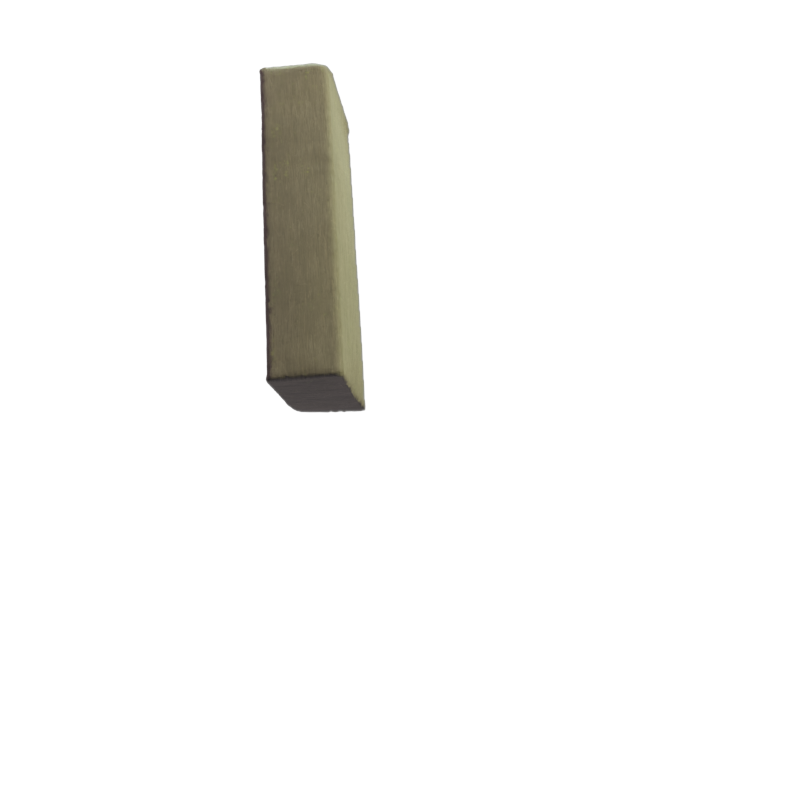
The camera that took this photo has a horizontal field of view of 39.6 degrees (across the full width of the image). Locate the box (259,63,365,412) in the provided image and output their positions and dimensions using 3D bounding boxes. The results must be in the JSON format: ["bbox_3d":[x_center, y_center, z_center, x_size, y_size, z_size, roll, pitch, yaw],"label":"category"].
[{"bbox_3d":[-0.048,-0.088,0.614,0.048,0.184,0.089,-3,-17,5],"label":"box"}]
